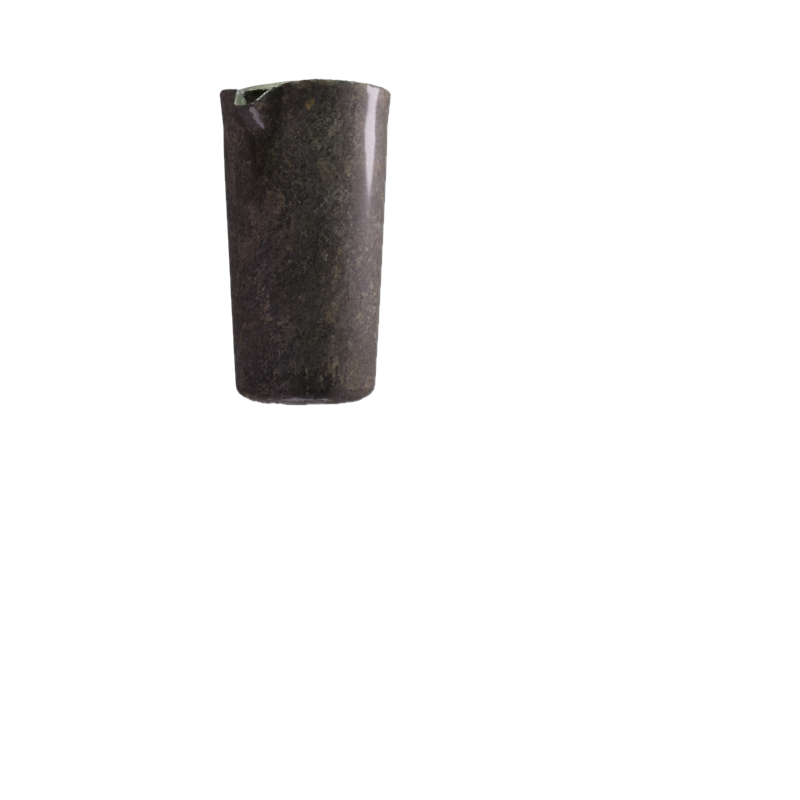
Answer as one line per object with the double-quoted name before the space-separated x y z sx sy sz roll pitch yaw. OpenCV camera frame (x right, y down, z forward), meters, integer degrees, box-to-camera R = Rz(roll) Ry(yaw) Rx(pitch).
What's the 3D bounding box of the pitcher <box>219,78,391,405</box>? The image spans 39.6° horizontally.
"pitcher" -0.068 -0.124 0.867 0.146 0.244 0.148 0 0 -17
